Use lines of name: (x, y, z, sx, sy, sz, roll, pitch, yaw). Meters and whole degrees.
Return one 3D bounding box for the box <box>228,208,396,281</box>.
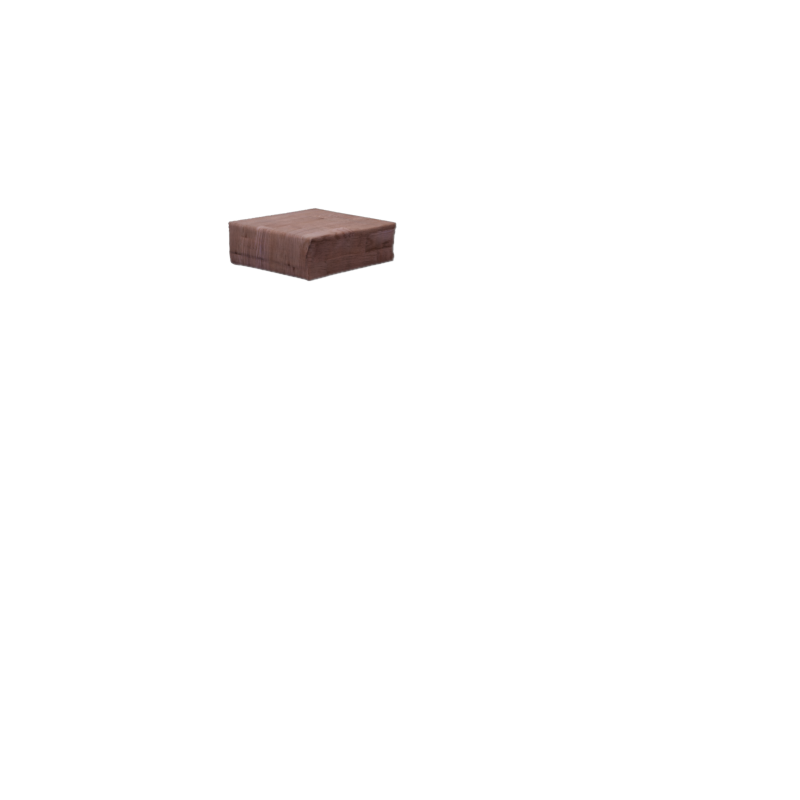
box: (-0.071, -0.130, 0.910, 0.095, 0.037, 0.112, 14, 23, 36)
